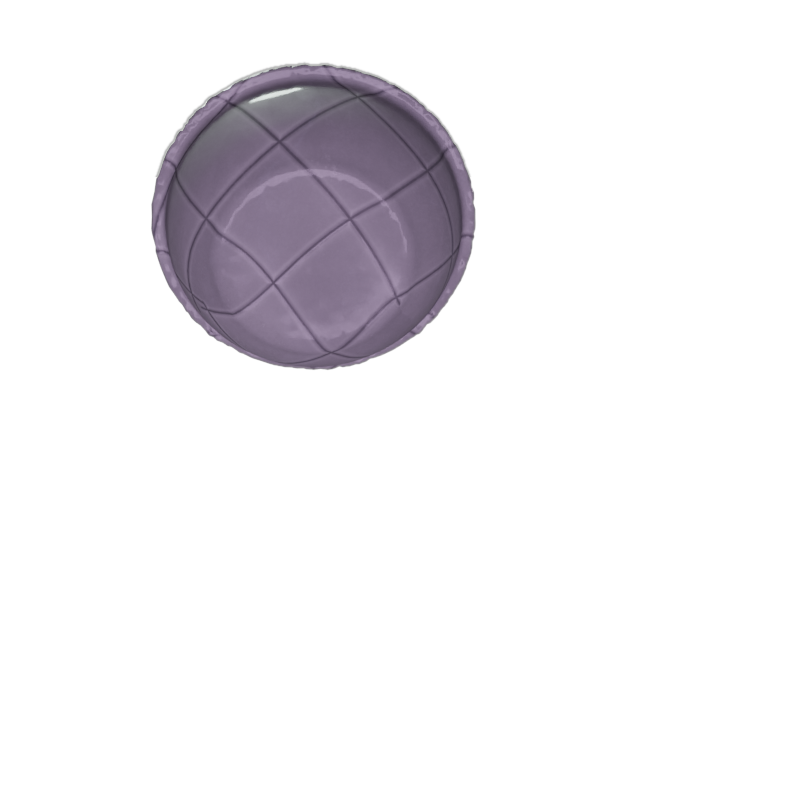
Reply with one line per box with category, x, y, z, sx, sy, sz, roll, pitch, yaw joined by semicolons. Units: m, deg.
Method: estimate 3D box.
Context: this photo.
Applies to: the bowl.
bowl;-0.041;-0.076;0.529;0.162;0.155;0.058;1;22;-1
